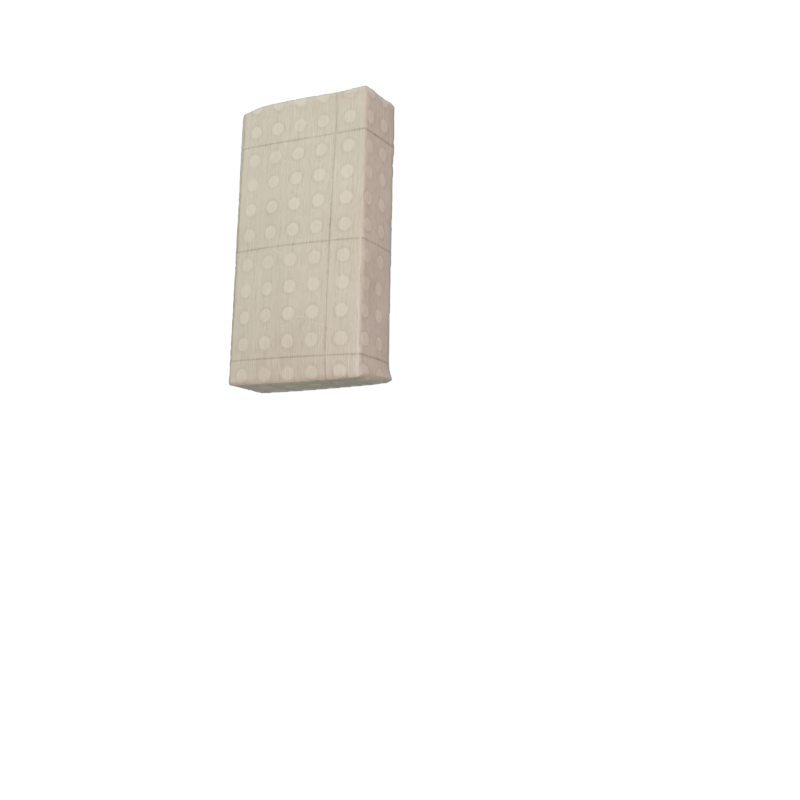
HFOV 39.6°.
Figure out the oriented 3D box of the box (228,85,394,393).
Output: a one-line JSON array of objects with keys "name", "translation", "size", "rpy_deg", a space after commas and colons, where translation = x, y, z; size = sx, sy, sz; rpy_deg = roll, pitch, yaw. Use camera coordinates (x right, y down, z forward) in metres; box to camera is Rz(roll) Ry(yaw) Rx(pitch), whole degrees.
[{"name": "box", "translation": [-0.053, -0.096, 0.672], "size": [0.096, 0.182, 0.045], "rpy_deg": [-7, -14, 28]}]
